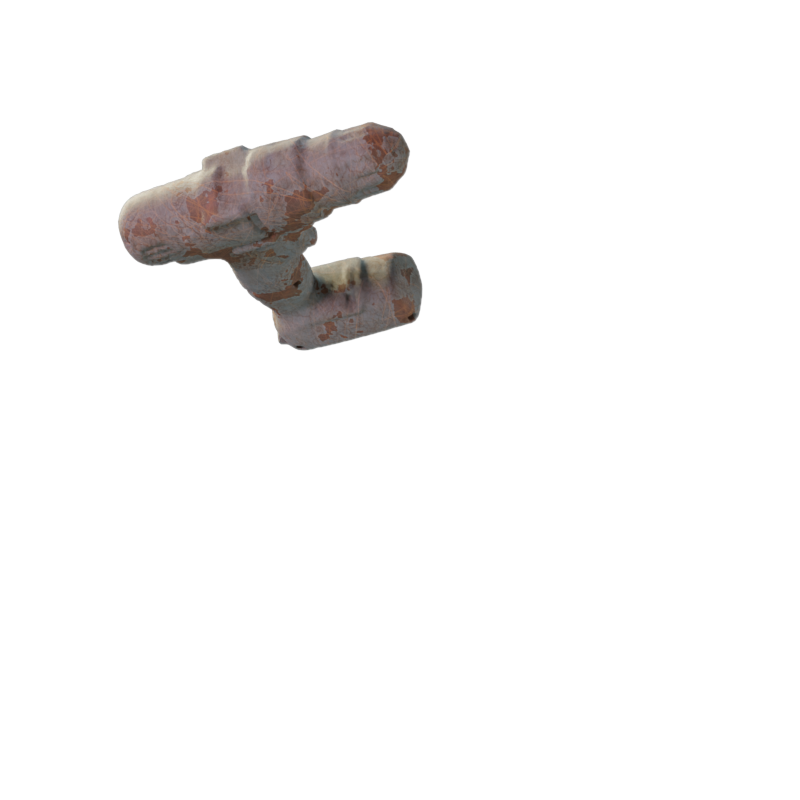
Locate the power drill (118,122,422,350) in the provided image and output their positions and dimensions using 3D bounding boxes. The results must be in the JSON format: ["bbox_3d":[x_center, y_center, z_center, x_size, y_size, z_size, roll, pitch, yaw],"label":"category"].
[{"bbox_3d":[-0.055,-0.100,0.698,0.187,0.061,0.174,-11,-26,23],"label":"power drill"}]
